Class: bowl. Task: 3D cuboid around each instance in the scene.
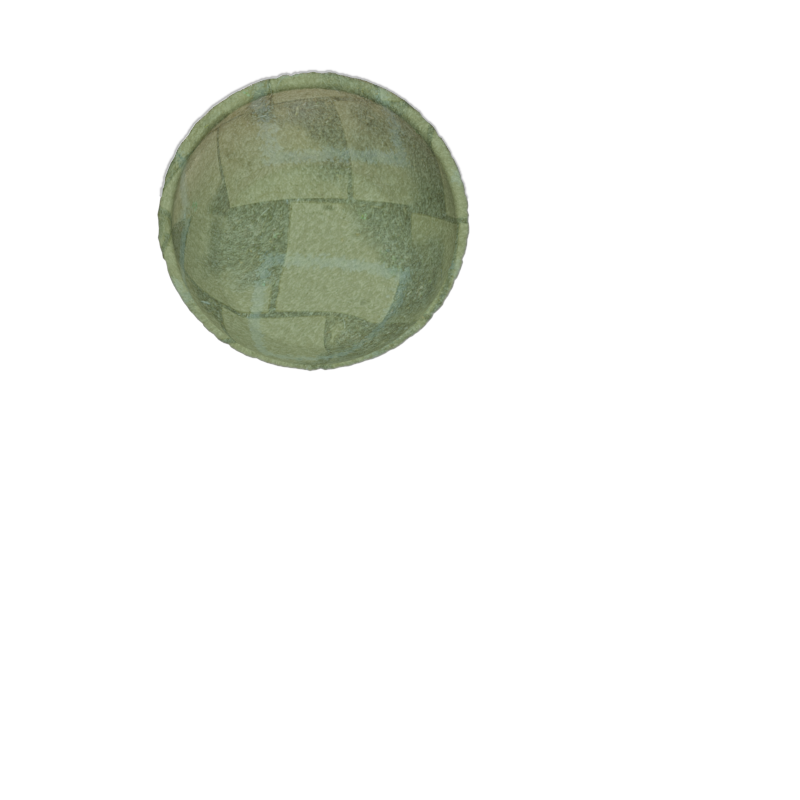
[{"bbox_3d":[-0.043,-0.079,0.551,0.162,0.155,0.057,0,19,-1],"label":"bowl"}]
